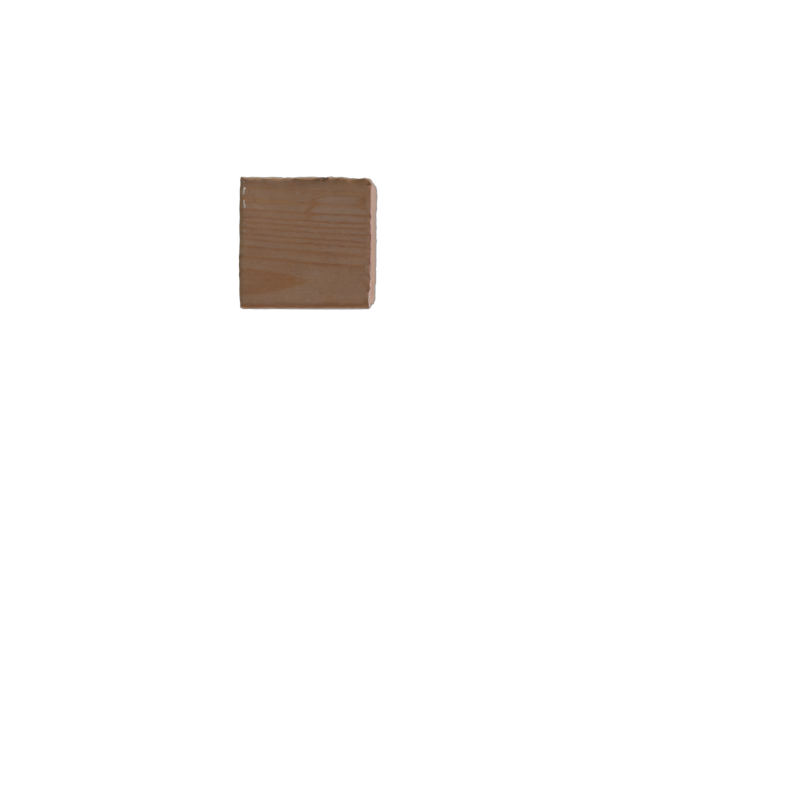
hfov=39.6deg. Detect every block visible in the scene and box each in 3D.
[{"bbox_3d":[-0.036,-0.066,0.460,0.053,0.051,0.078,0,6,1],"label":"block"}]
